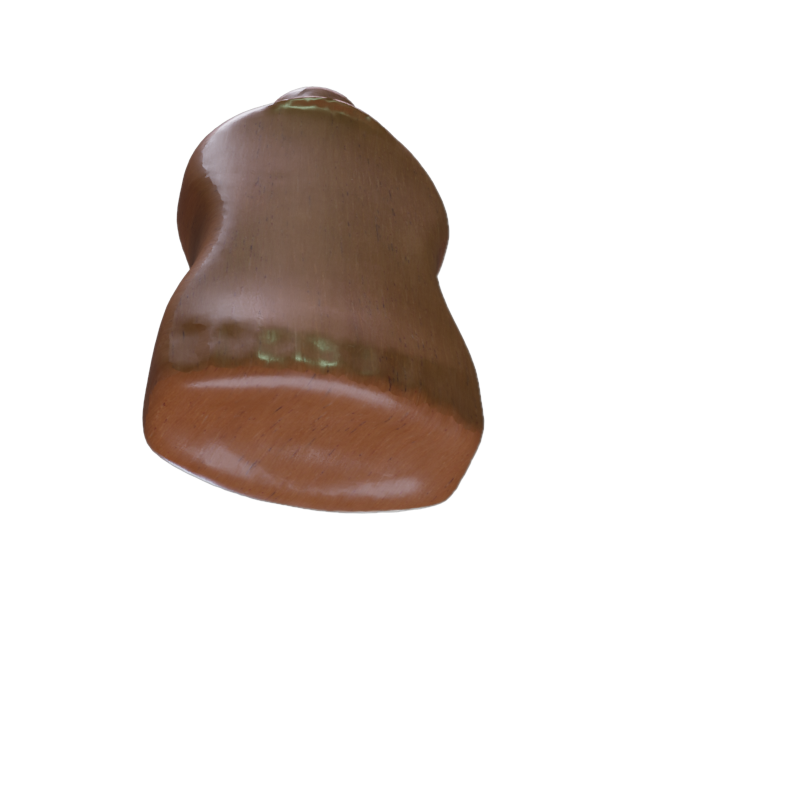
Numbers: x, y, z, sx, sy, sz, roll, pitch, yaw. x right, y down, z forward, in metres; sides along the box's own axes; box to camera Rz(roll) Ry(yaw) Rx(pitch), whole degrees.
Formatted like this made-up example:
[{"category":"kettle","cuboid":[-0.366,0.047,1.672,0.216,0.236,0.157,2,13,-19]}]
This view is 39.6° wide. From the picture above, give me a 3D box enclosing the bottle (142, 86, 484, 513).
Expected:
[{"category":"bottle","cuboid":[-0.030,-0.054,0.382,0.094,0.055,0.206,8,41,-11]}]
